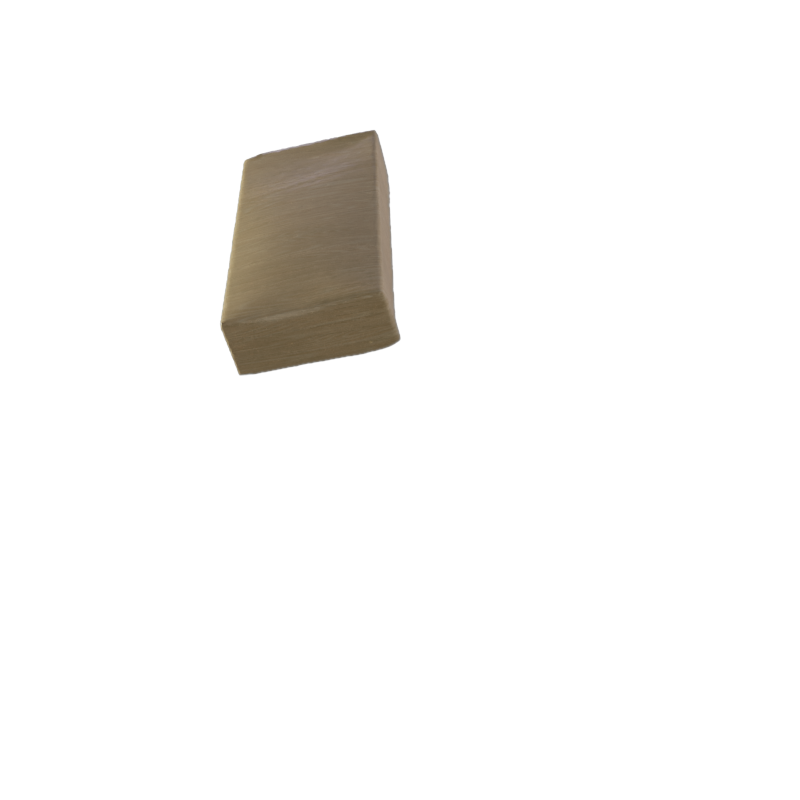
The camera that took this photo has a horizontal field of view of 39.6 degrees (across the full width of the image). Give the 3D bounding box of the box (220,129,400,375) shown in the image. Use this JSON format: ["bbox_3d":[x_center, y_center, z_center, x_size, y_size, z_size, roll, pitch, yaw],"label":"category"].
[{"bbox_3d":[-0.052,-0.095,0.664,0.094,0.044,0.189,-12,41,7],"label":"box"}]
